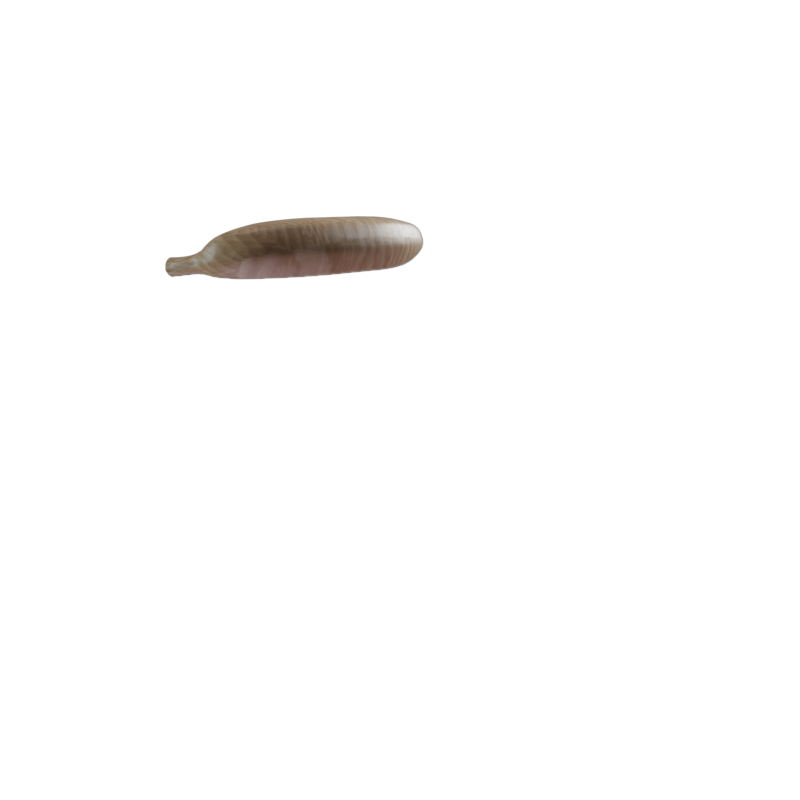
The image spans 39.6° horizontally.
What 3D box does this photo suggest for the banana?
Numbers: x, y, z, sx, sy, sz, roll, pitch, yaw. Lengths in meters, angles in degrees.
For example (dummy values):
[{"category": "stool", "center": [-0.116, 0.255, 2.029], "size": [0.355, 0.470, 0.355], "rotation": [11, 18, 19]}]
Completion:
[{"category": "banana", "center": [-0.049, -0.101, 0.716], "size": [0.192, 0.036, 0.073], "rotation": [-9, 14, -34]}]
